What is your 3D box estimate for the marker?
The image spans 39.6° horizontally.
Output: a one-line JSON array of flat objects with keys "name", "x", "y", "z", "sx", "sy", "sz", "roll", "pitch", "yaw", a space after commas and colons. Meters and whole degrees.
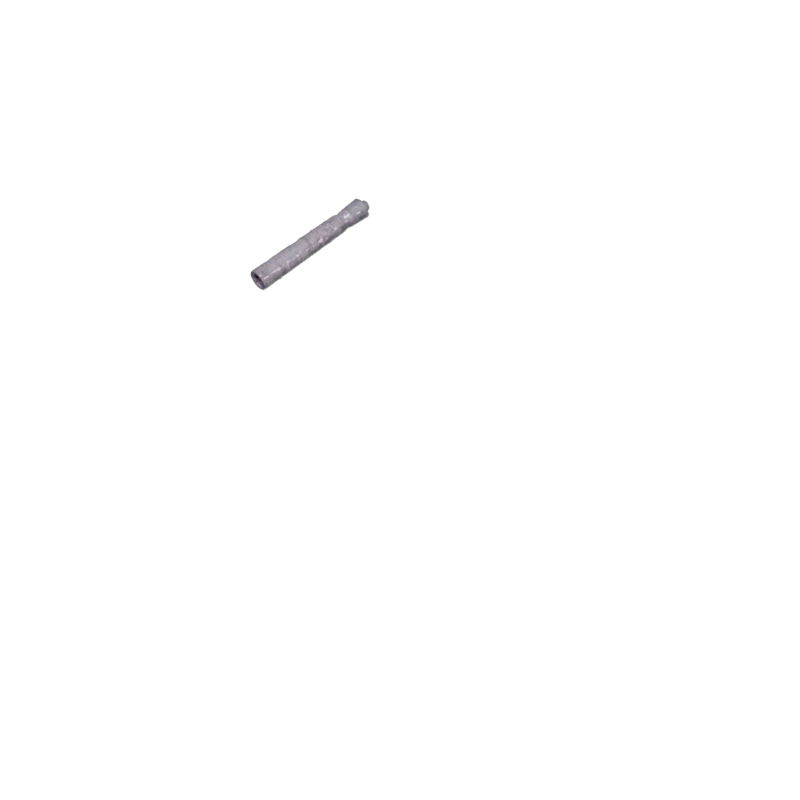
[{"name": "marker", "x": -0.072, "y": -0.131, "z": 0.920, "sx": 0.122, "sy": 0.019, "sz": 0.020, "roll": -39, "pitch": 22, "yaw": -24}]
